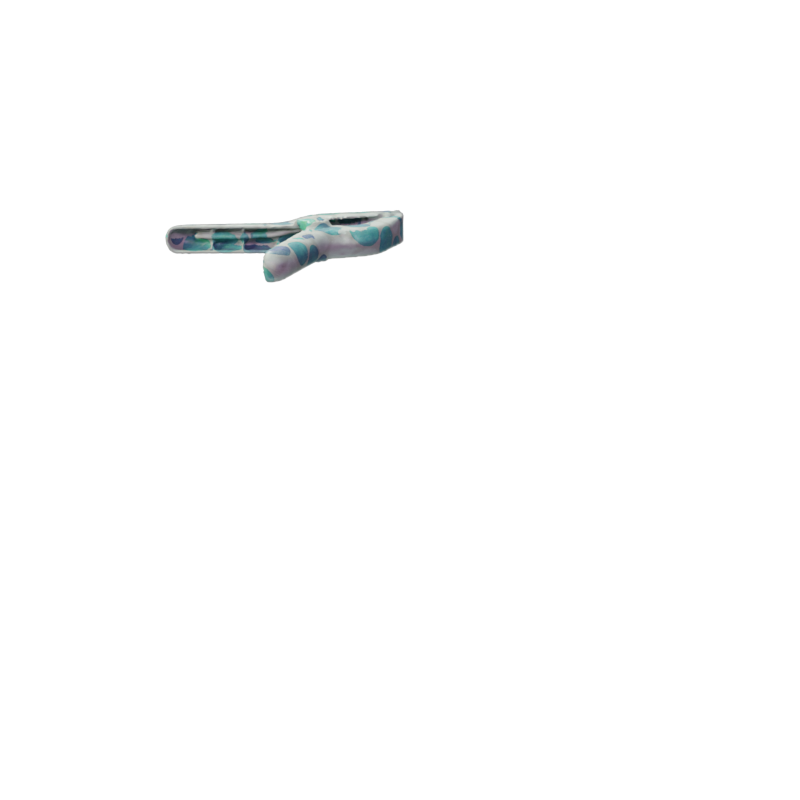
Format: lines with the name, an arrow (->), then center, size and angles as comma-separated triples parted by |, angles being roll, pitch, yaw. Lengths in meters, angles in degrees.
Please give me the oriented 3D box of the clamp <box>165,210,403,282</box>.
clamp -> -0.074, -0.135, 0.947 | 0.205, 0.035, 0.175 | -11, 22, -30
